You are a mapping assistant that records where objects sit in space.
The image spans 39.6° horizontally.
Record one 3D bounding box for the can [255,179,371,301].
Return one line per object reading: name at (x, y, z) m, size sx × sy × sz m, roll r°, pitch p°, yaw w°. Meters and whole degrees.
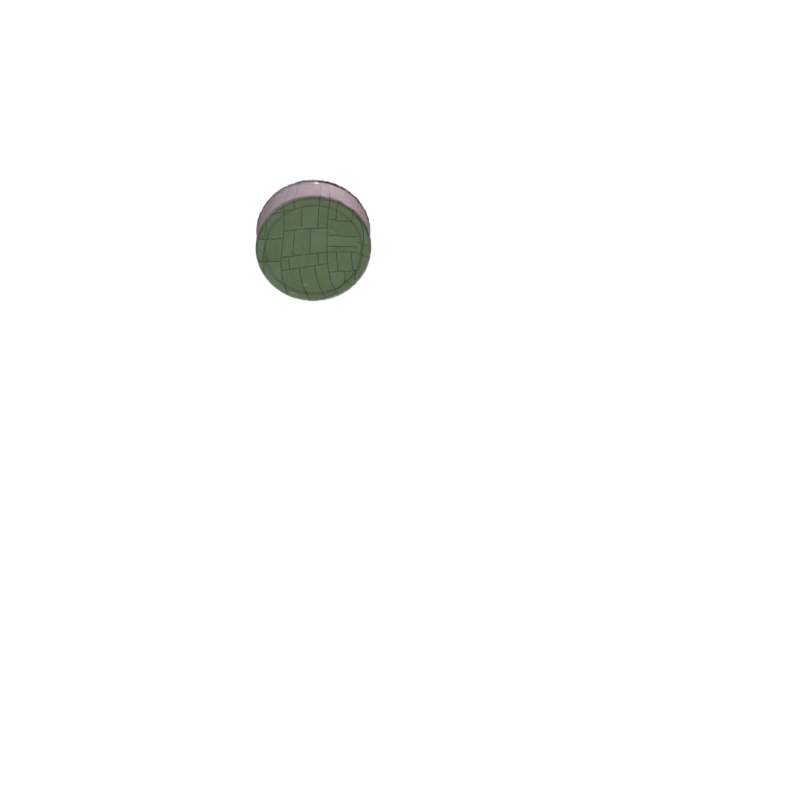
can at (-0.064, -0.116, 0.815) m, size 0.086 × 0.081 × 0.035 m, roll 1°, pitch 27°, yaw -1°
